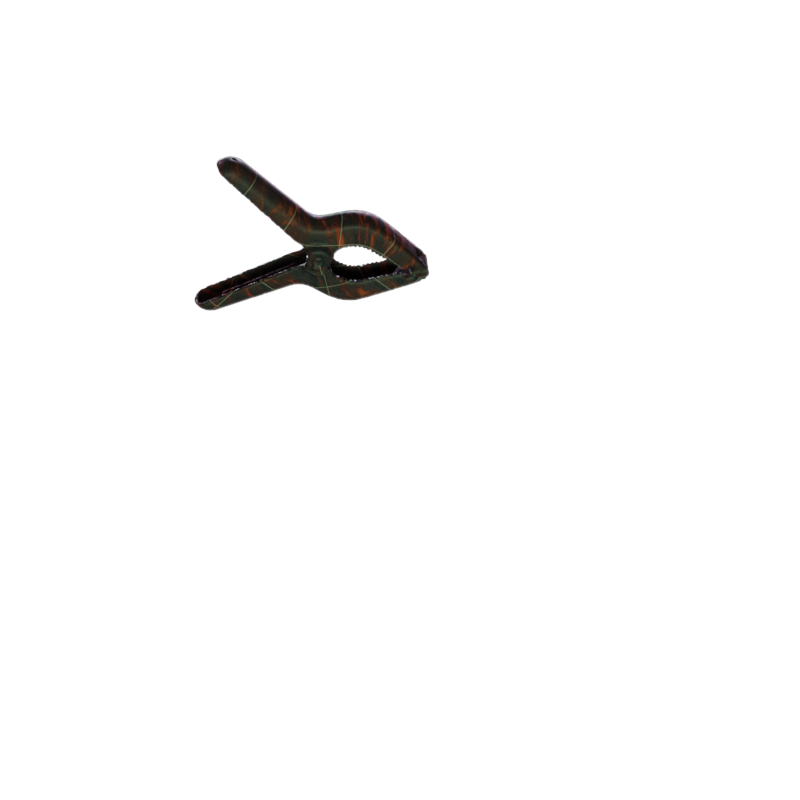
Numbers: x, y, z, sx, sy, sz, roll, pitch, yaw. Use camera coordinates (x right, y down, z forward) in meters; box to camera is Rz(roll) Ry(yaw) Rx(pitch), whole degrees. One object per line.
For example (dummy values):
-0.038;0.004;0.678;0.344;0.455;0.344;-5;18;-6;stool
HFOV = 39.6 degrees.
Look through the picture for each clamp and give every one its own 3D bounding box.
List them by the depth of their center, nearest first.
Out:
-0.077;-0.140;0.984;0.209;0.154;0.039;3;42;-3;clamp
